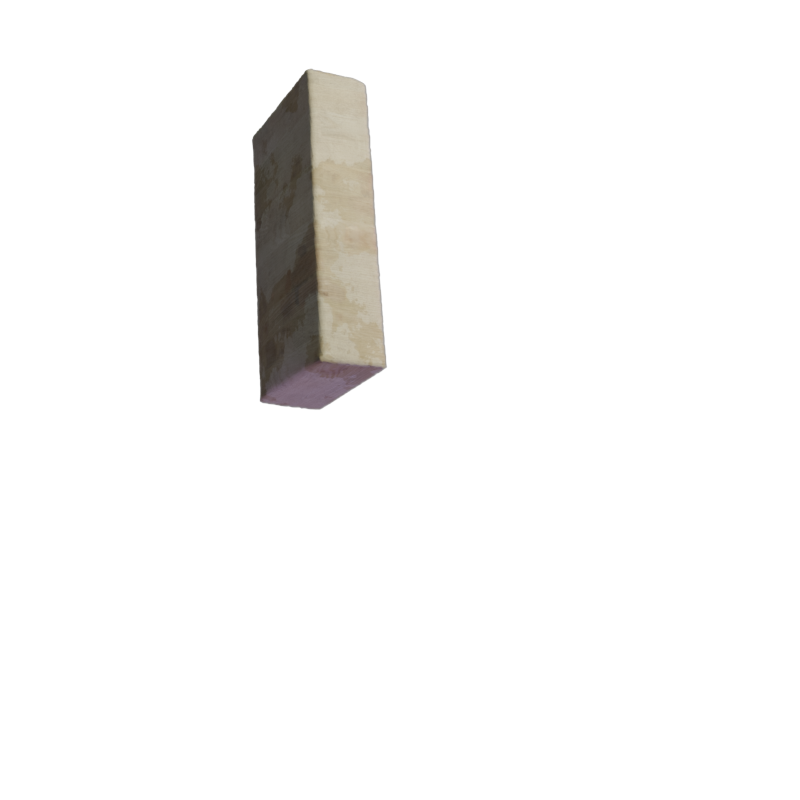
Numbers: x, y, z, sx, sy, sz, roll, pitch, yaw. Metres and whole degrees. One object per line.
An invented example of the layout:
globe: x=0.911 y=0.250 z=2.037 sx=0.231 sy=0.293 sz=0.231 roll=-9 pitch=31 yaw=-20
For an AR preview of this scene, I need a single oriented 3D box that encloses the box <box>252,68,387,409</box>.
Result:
box: x=-0.050 y=-0.092 z=0.642 sx=0.046 sy=0.185 sz=0.092 roll=9 pitch=-24 yaw=-26
